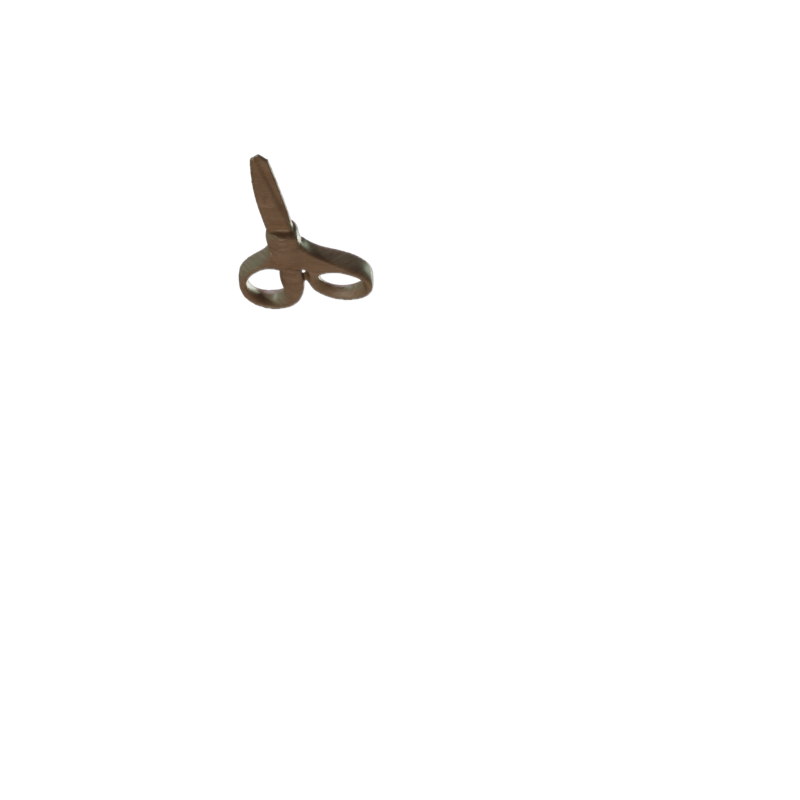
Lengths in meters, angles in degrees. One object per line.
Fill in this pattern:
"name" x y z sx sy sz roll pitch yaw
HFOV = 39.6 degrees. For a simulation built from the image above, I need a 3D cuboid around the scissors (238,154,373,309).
"scissors" -0.052 -0.094 0.661 0.095 0.016 0.195 4 -17 -12
